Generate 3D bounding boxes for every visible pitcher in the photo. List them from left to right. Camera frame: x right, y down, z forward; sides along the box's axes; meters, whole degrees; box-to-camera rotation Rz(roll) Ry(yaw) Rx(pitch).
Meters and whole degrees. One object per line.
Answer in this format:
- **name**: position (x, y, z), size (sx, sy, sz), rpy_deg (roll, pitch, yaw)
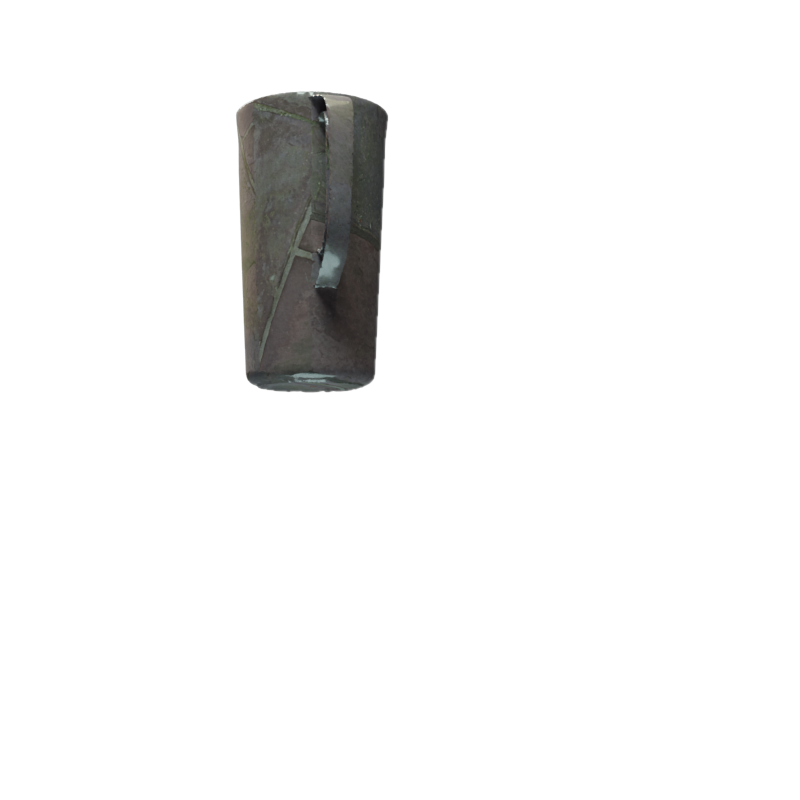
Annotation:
- **pitcher**: position (-0.073, -0.134, 0.935), size (0.149, 0.250, 0.141), rpy_deg (-6, -12, 28)
